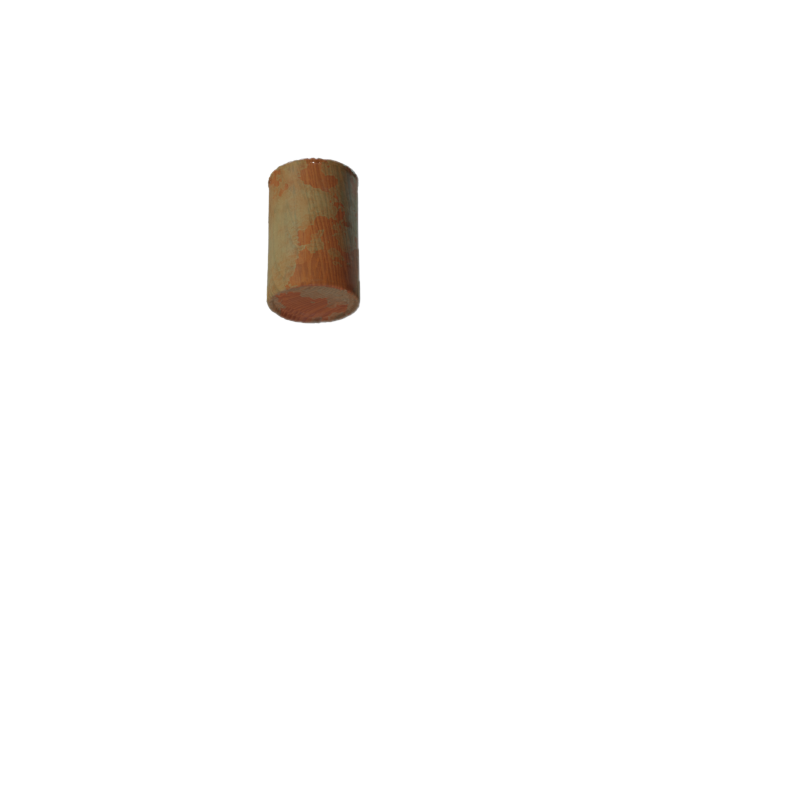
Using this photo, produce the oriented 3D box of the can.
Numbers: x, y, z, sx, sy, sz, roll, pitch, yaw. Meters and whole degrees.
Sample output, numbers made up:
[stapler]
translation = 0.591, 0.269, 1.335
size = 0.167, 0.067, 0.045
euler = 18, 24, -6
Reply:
[can]
translation = -0.063, -0.115, 0.805
size = 0.068, 0.108, 0.065
euler = 0, -25, -2
